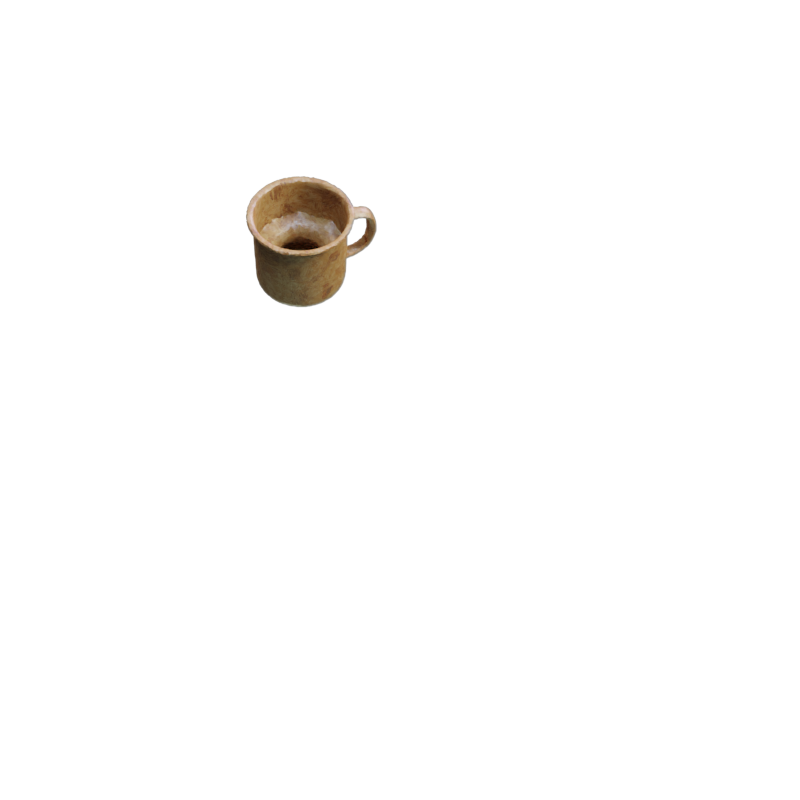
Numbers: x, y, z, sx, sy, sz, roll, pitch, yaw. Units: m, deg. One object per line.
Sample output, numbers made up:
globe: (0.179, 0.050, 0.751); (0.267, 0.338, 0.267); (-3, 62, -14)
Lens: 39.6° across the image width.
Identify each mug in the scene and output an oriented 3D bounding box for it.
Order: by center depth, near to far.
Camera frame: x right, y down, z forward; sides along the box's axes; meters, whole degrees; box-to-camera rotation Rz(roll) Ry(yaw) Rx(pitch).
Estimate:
mug: (-0.077, -0.140, 0.980); (0.116, 0.101, 0.076); (-18, -35, -15)
